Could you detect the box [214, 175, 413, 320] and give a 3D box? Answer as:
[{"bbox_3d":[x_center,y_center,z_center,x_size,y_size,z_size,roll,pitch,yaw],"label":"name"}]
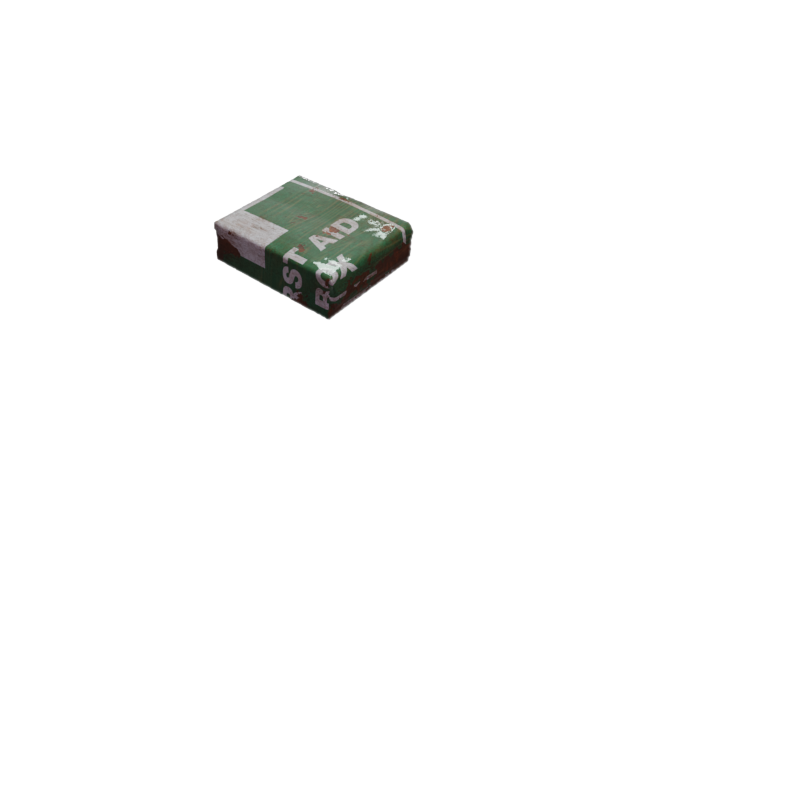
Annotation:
[{"bbox_3d":[-0.049,-0.090,0.634,0.095,0.028,0.074,28,46,30],"label":"box"}]
